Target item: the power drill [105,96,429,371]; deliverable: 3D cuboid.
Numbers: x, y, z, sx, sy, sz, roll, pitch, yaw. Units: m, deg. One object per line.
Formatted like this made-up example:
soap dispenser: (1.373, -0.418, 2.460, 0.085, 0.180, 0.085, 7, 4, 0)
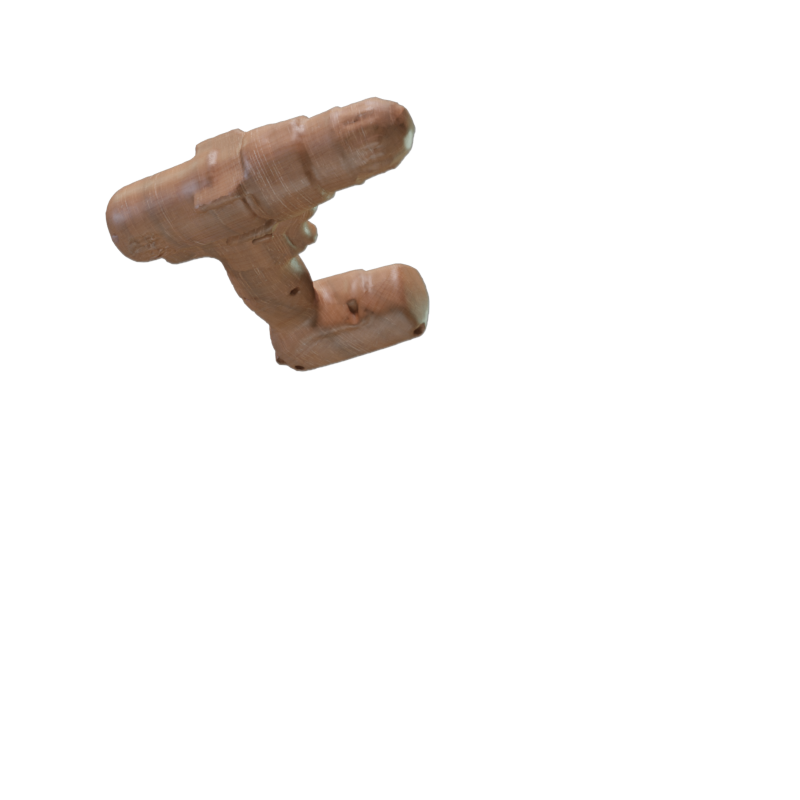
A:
power drill: (-0.051, -0.094, 0.656, 0.187, 0.061, 0.173, -14, -35, 21)
